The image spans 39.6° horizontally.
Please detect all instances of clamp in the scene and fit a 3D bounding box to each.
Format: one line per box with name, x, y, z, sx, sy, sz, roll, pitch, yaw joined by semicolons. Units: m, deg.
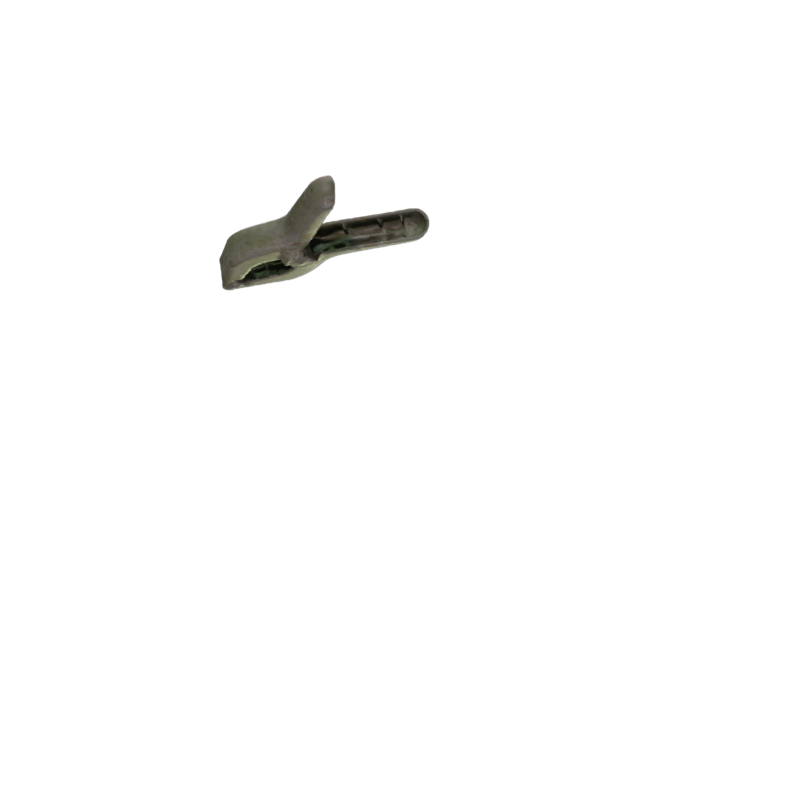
clamp;-0.066;-0.120;0.841;0.114;0.041;0.173;14;-22;-39
